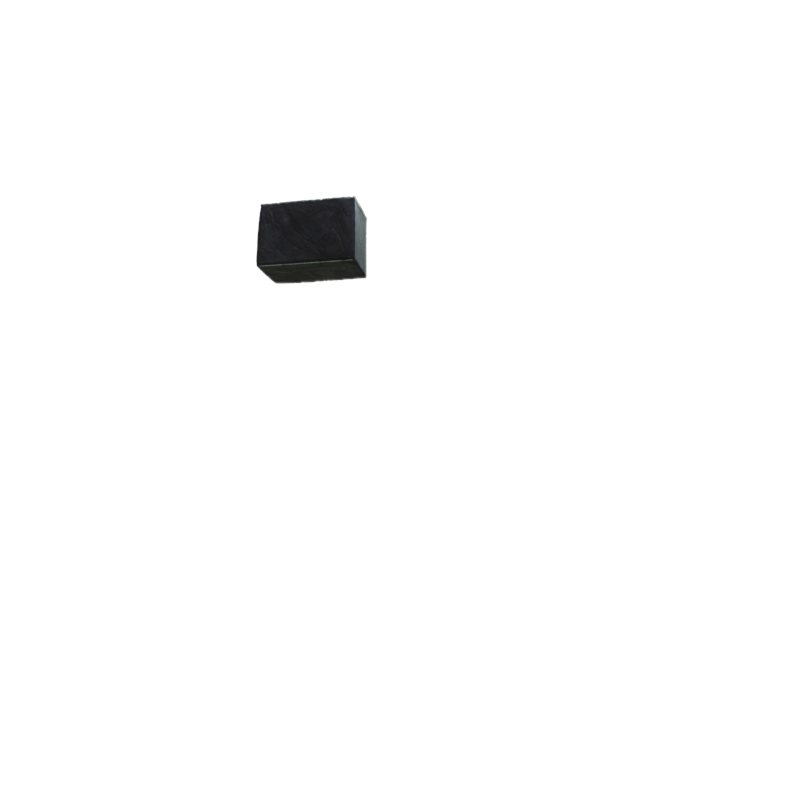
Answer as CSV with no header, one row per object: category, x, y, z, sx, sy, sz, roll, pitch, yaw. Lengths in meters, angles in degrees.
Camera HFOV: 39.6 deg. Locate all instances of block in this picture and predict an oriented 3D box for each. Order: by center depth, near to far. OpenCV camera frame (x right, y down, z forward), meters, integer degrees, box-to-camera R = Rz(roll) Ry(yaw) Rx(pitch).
block,-0.068,-0.124,0.868,0.079,0.053,0.050,-3,-15,11
